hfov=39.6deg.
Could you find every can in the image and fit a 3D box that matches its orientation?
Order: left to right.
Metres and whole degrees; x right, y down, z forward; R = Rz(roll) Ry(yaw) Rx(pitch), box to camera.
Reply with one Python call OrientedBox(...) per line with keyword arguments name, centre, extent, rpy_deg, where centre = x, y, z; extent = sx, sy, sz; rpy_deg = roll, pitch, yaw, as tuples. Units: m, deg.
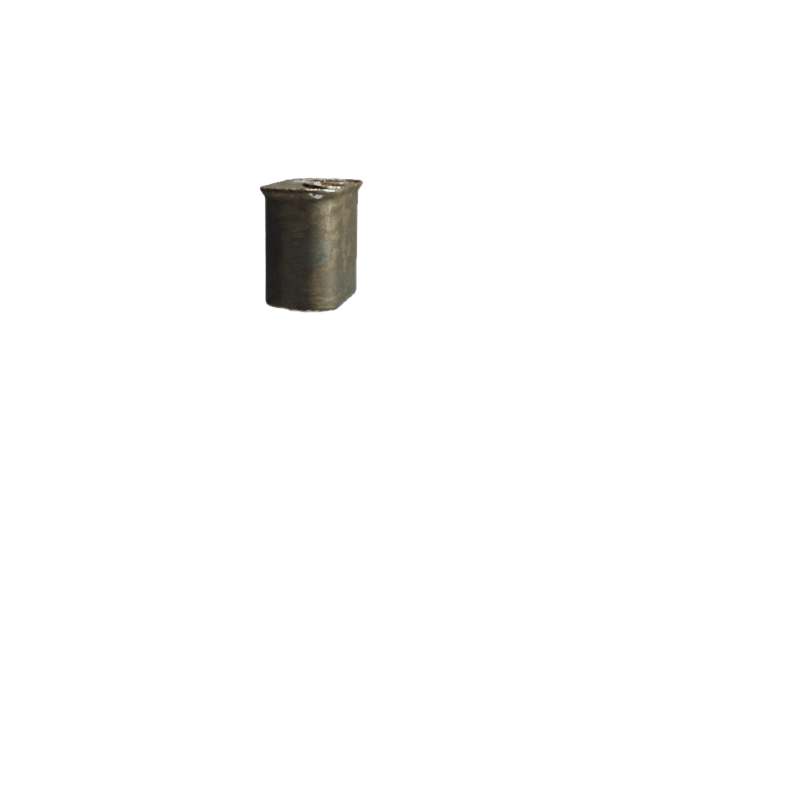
OrientedBox(name="can", centre=(-0.062, -0.112, 0.786), extent=(0.058, 0.082, 0.103), rpy_deg=(2, 13, 10))
